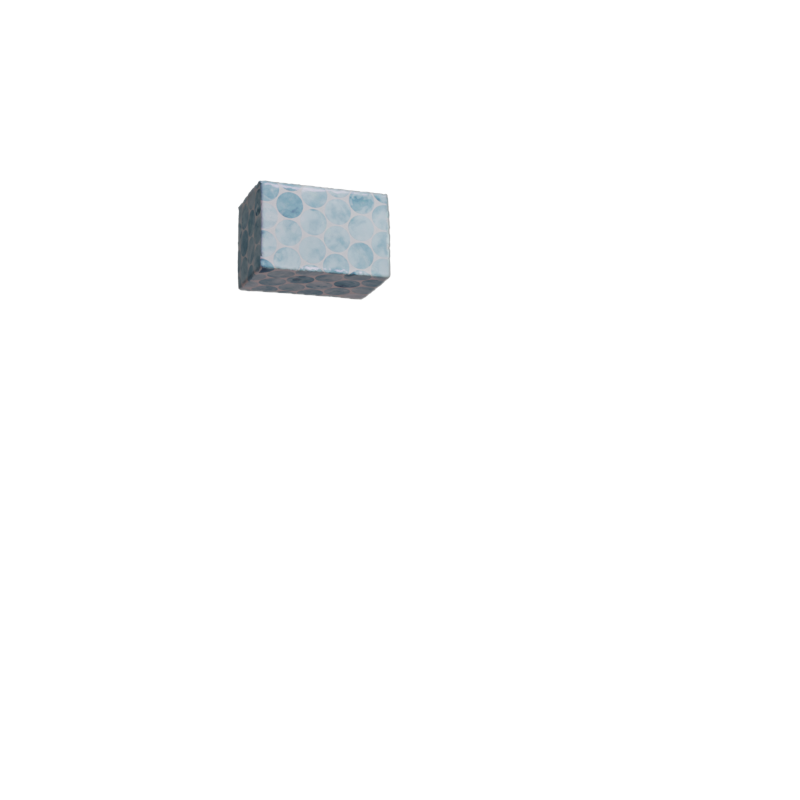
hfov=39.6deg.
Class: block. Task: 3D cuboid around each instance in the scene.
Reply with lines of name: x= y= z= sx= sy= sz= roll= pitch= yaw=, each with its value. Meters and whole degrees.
block: x=-0.050 y=-0.091 z=0.635 sx=0.076 sy=0.053 sz=0.052 roll=4 pitch=-14 yaw=-19
